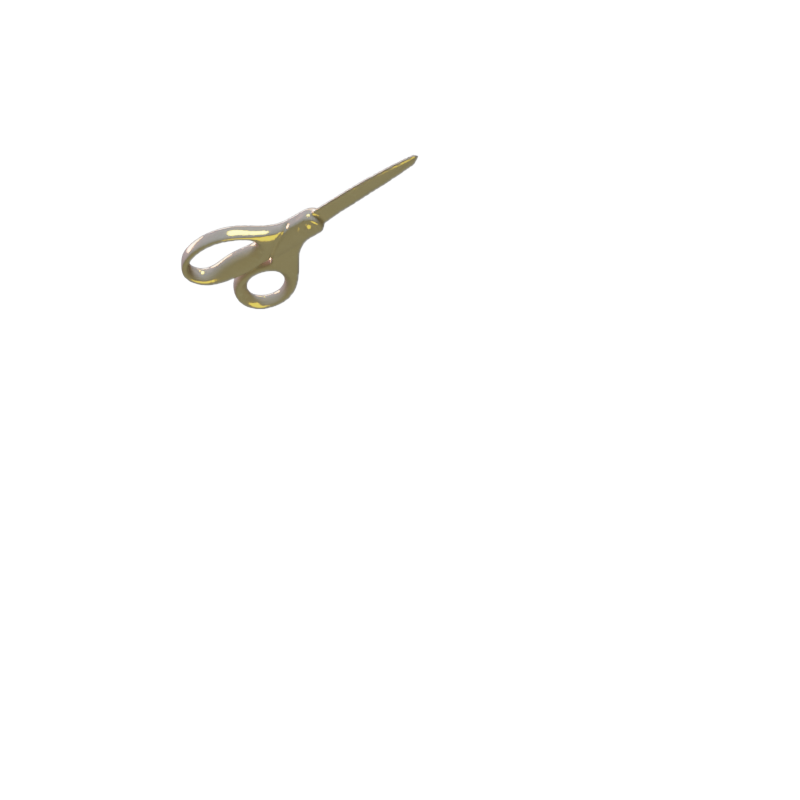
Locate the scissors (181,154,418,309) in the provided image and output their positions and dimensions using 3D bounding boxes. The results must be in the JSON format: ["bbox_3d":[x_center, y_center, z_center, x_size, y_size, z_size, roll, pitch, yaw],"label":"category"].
[{"bbox_3d":[-0.063,-0.114,0.800,0.204,0.017,0.089,-15,-38,20],"label":"scissors"}]
